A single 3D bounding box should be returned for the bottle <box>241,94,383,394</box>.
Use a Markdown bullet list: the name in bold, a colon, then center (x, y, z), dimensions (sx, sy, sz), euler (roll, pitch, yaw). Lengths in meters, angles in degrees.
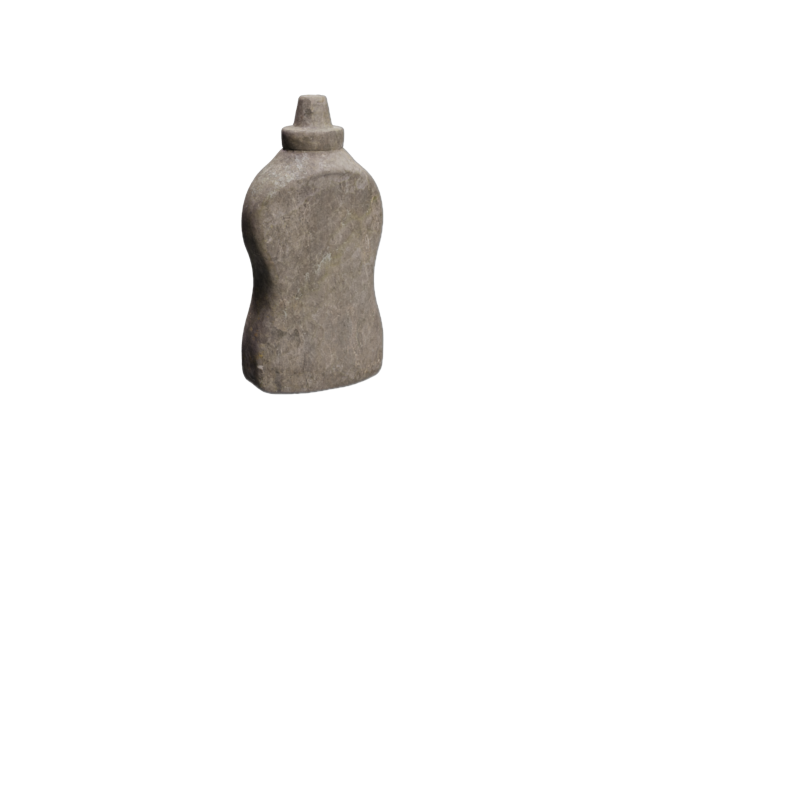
- **bottle**: center (-0.058, -0.105, 0.732), dimensions (0.094, 0.186, 0.062), euler (-6, 15, -27)
